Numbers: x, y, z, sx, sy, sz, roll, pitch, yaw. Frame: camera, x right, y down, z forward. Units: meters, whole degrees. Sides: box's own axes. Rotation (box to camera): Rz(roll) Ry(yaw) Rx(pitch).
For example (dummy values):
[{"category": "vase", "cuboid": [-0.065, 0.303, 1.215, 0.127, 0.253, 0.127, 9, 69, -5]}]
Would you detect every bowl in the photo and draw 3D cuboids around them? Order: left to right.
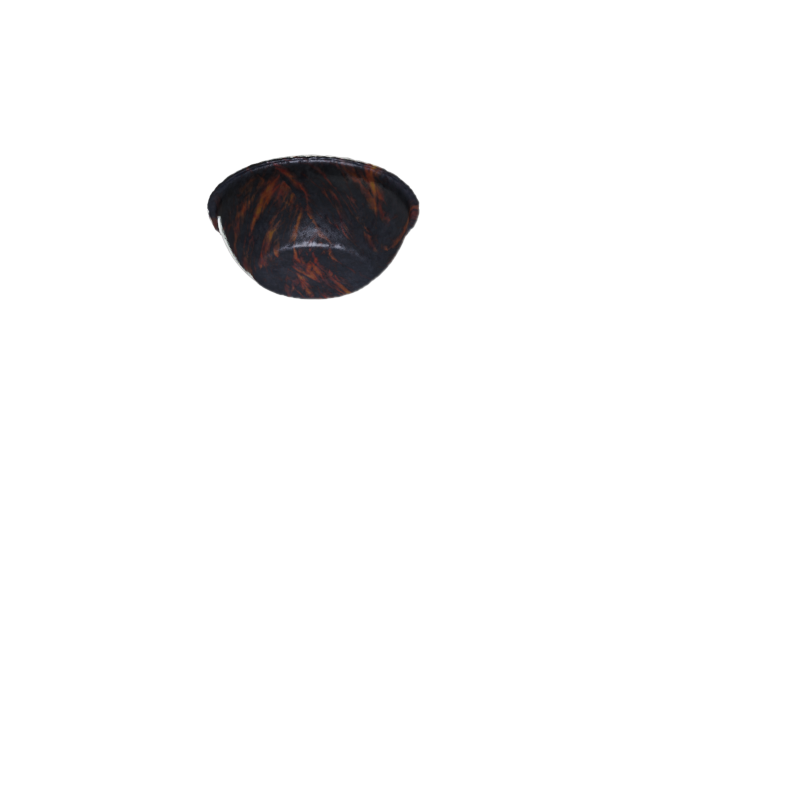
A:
[{"category": "bowl", "cuboid": [-0.065, -0.119, 0.834, 0.162, 0.058, 0.154, 1, -22, -2]}]
